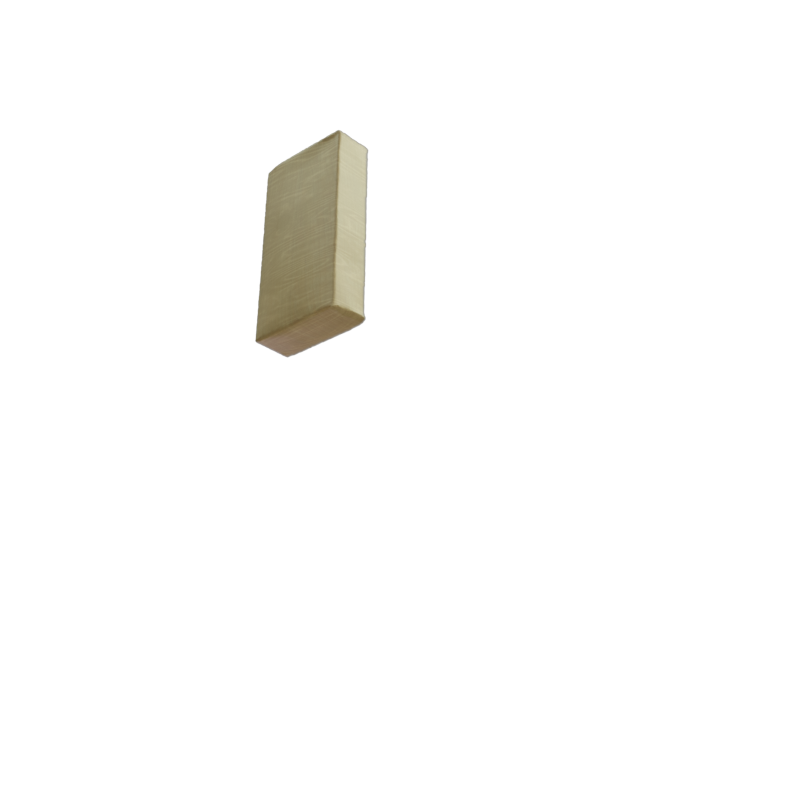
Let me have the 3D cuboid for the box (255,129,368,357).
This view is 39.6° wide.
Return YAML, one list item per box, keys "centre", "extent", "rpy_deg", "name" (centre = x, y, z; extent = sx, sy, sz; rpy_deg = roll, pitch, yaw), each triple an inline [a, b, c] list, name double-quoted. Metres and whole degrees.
- centre: [-0.074, -0.134, 0.938]
  extent: [0.094, 0.188, 0.045]
  rpy_deg: [-25, -36, 35]
  name: "box"
